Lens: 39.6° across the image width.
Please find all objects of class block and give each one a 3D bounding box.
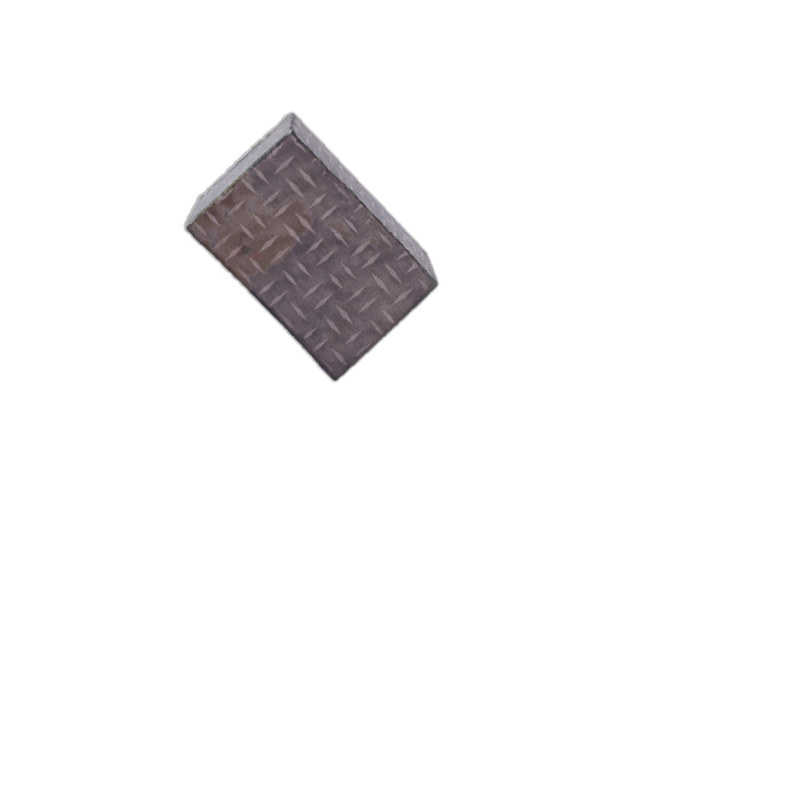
[{"bbox_3d":[-0.032,-0.058,0.405,0.052,0.076,0.053,-41,12,9],"label":"block"}]
